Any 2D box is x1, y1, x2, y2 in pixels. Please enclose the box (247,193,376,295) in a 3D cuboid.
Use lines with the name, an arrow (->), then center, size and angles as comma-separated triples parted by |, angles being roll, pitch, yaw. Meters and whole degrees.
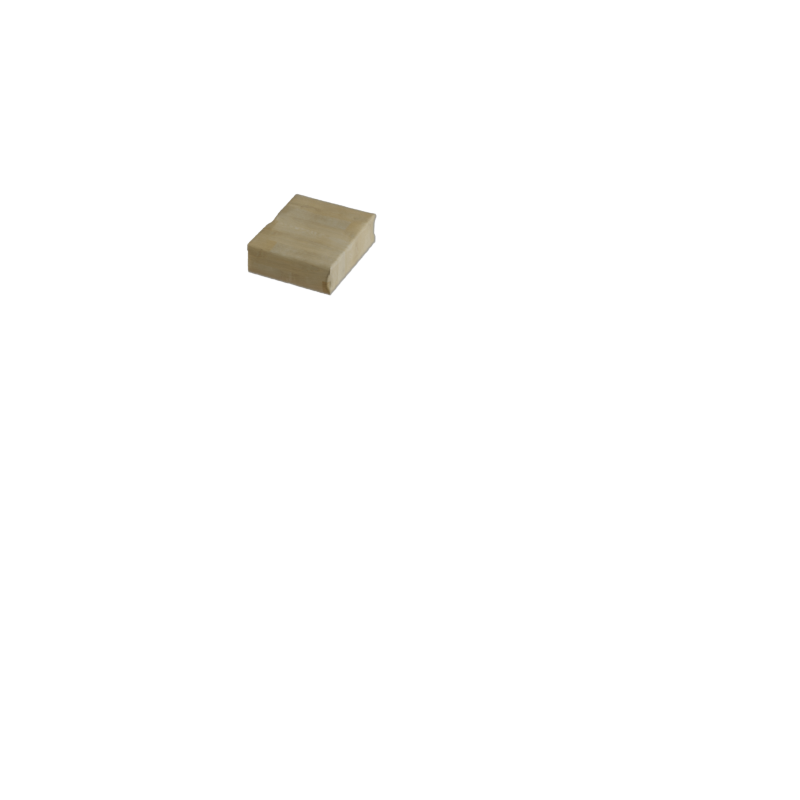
box -> -0.069, -0.126, 0.879 | 0.076, 0.028, 0.092 | 16, 41, 19
